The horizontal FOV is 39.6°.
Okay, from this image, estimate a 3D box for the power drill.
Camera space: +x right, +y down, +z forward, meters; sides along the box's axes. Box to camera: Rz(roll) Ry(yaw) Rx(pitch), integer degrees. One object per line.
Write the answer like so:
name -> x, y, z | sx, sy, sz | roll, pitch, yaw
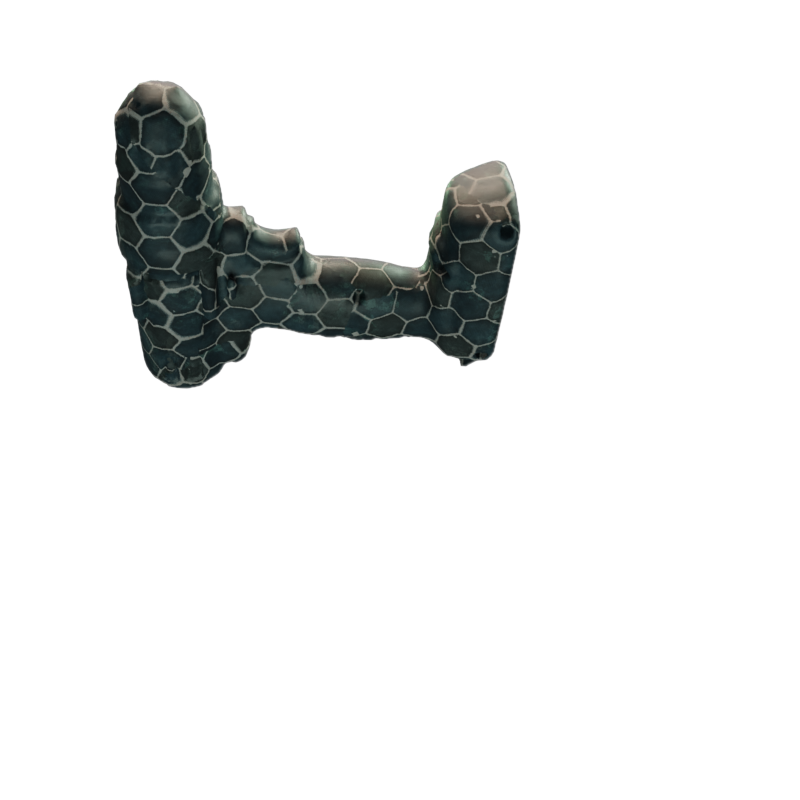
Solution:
power drill -> -0.042, -0.076, 0.535 | 0.187, 0.062, 0.172 | 1, -39, -2
